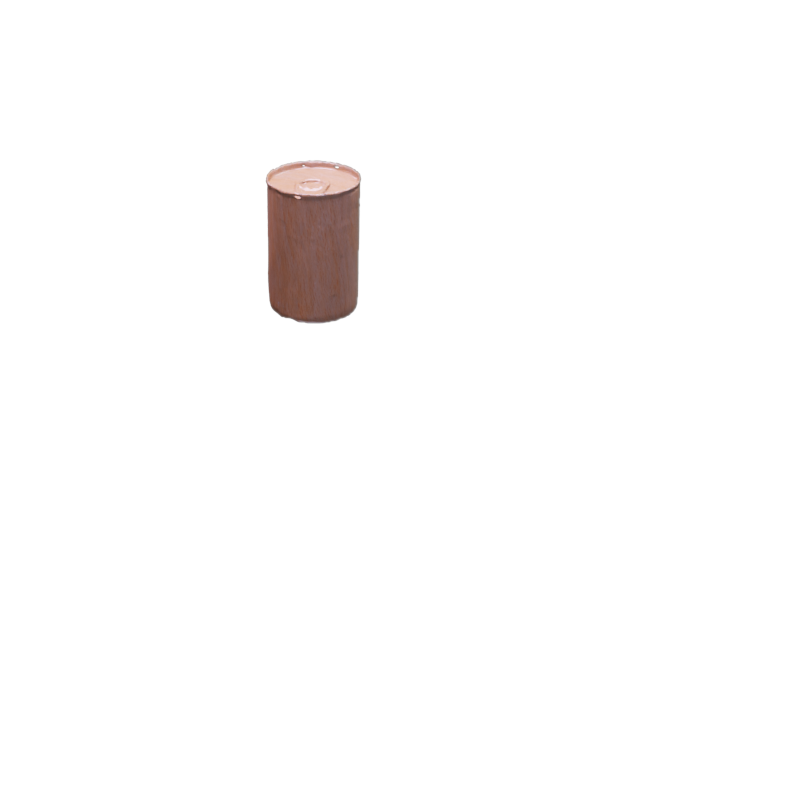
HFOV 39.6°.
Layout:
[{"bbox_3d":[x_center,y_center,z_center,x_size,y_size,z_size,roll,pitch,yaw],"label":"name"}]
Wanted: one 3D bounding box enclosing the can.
[{"bbox_3d":[-0.063,-0.116,0.809,0.068,0.097,0.072,0,27,-2],"label":"can"}]
